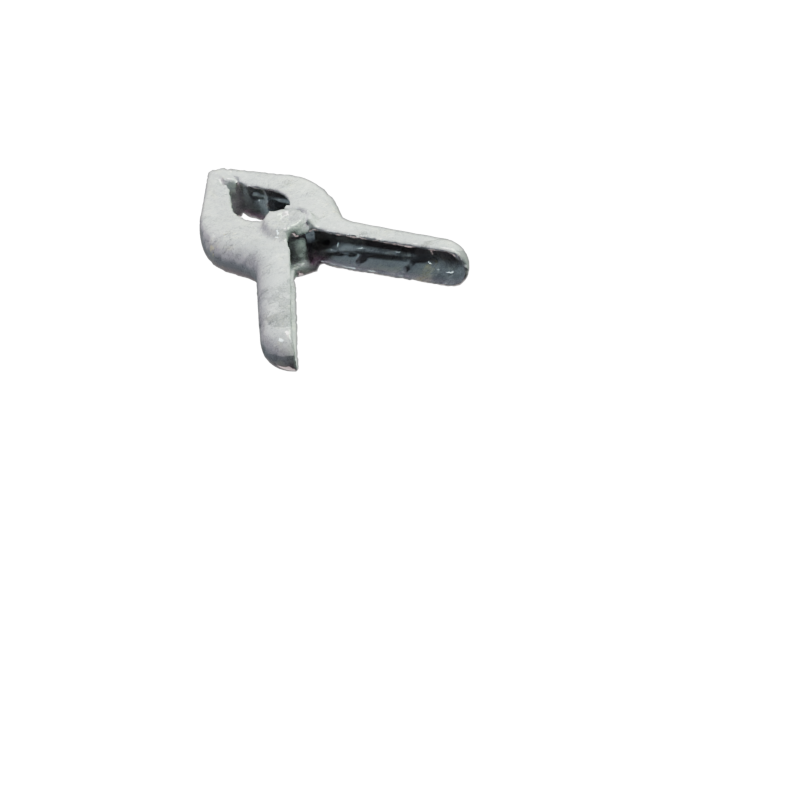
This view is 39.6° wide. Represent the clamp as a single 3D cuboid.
[{"bbox_3d":[-0.047,-0.086,0.604,0.119,0.037,0.186,-18,42,-21],"label":"clamp"}]
